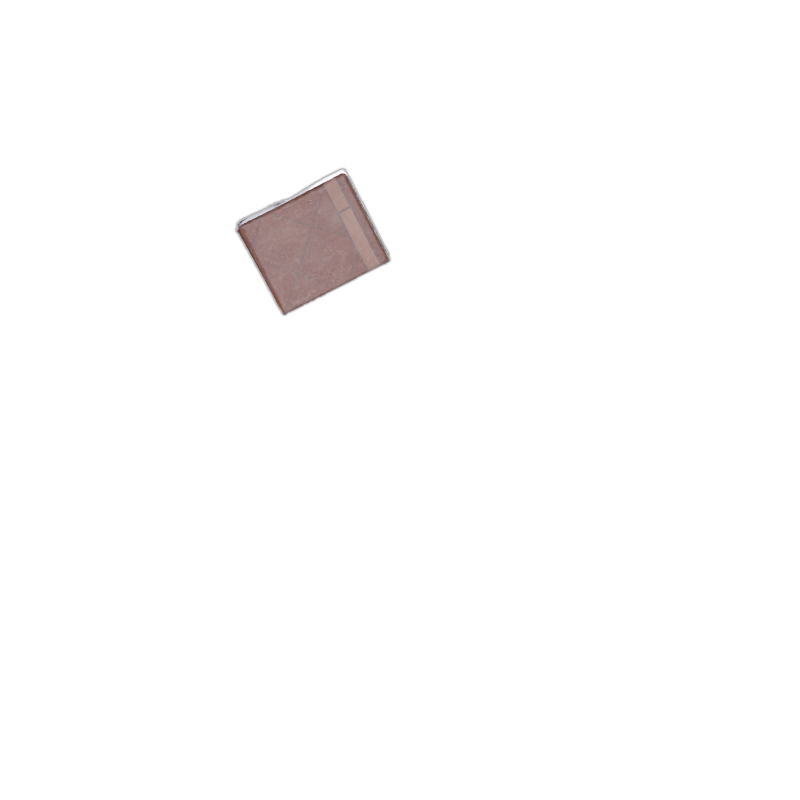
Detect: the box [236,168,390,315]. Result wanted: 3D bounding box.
[{"bbox_3d":[-0.063,-0.114,0.800,0.089,0.071,0.031,-27,11,5],"label":"box"}]
